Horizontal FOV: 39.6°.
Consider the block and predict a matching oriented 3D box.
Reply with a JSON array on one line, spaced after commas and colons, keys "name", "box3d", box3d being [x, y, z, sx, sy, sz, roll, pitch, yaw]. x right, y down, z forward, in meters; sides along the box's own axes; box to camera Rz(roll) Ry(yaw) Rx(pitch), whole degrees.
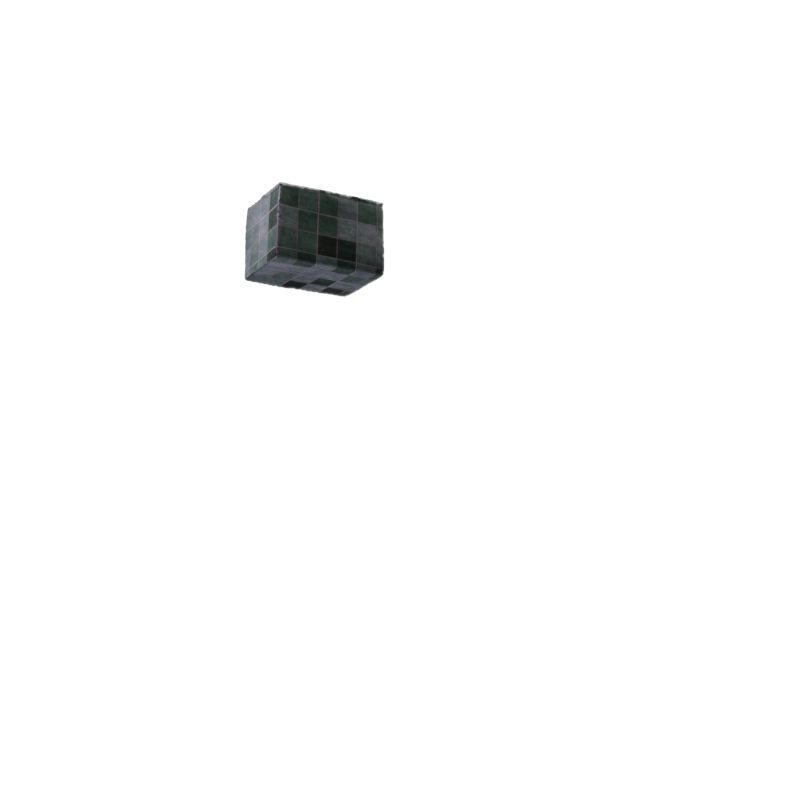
[{"name": "block", "box3d": [-0.056, -0.103, 0.719, 0.075, 0.054, 0.053, 8, -19, -28]}]
